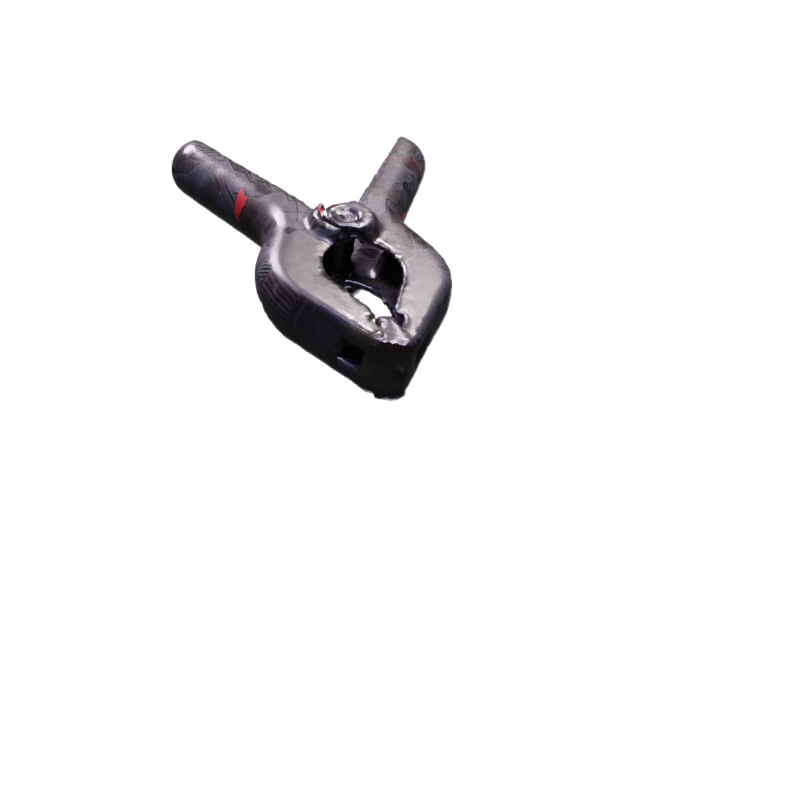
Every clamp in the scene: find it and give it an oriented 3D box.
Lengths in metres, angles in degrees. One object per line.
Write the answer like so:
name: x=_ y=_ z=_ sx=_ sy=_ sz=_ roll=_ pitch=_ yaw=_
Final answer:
clamp: x=-0.037 y=-0.067 z=0.467 sx=0.119 sy=0.037 sz=0.184 roll=-4 pitch=37 yaw=-6
